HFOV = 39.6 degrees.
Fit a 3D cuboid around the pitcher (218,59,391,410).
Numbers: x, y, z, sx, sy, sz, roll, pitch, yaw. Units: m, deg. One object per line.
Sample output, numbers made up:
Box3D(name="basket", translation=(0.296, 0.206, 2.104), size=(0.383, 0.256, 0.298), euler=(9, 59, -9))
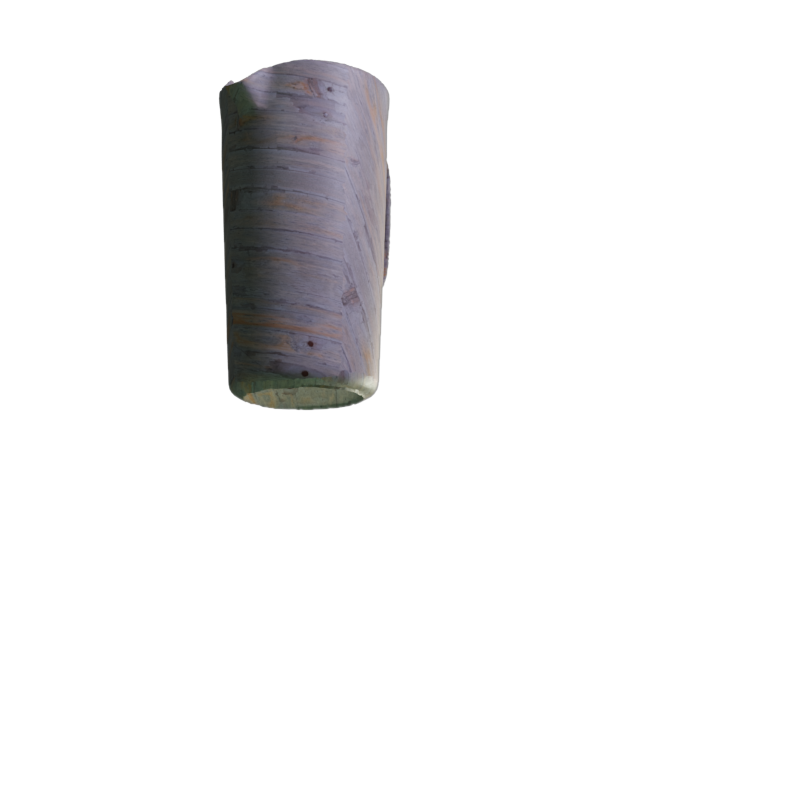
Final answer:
Box3D(name="pitcher", translation=(-0.065, -0.119, 0.836), size=(0.147, 0.253, 0.141), euler=(2, -17, -11))
